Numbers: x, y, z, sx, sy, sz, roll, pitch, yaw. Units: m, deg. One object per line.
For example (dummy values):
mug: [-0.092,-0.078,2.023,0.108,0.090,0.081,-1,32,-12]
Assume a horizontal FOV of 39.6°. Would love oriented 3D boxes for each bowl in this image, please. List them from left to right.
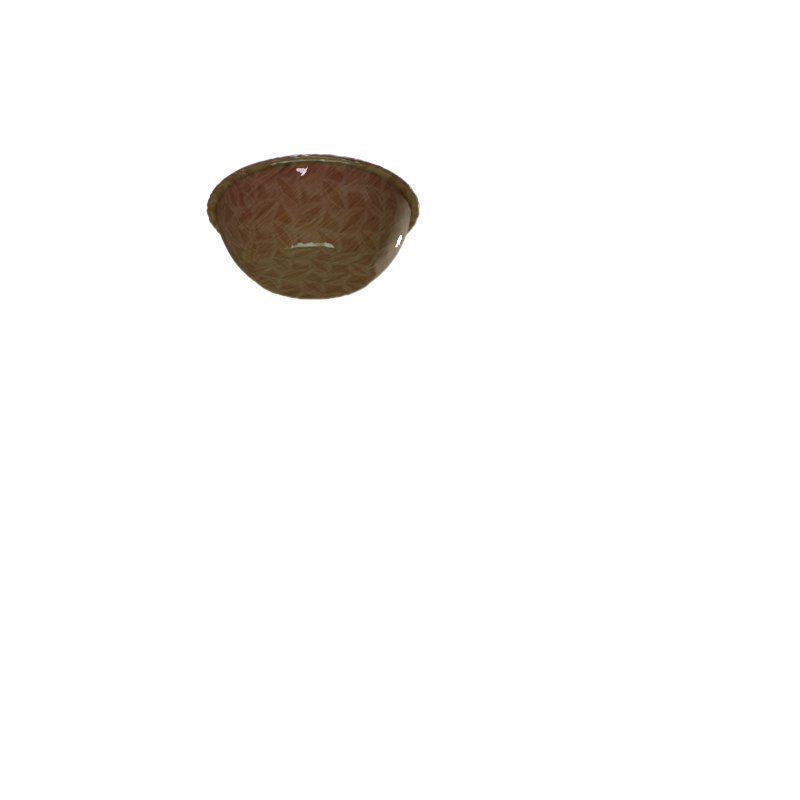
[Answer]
bowl: [-0.065,-0.119,0.830,0.162,0.058,0.154,1,-22,-2]
